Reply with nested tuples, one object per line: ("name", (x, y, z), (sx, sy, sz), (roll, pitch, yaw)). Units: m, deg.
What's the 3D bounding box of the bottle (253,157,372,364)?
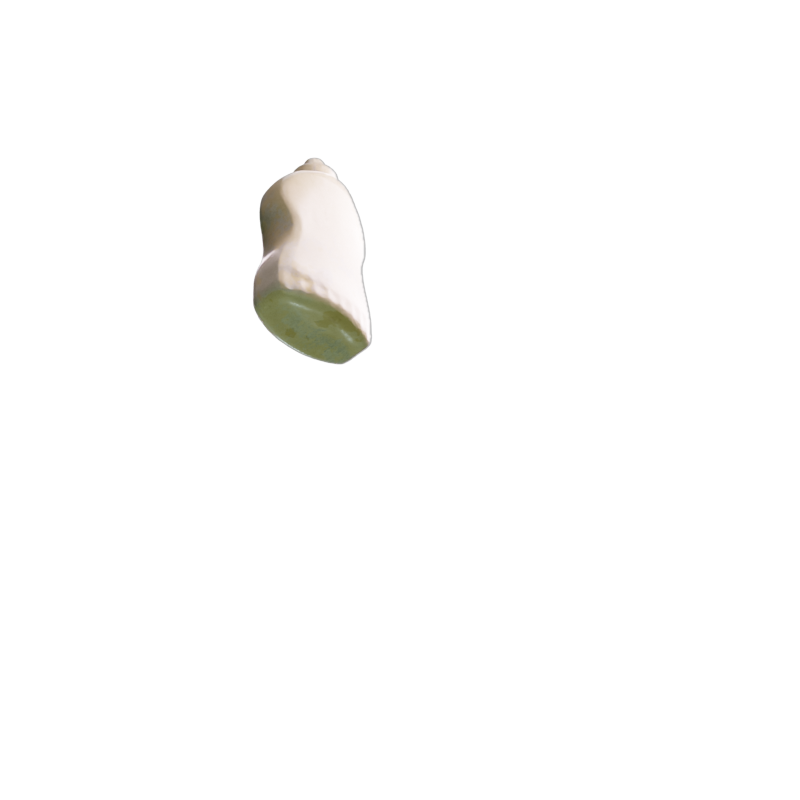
("bottle", (-0.068, -0.125, 0.872), (0.090, 0.206, 0.058), (30, -53, -30))
